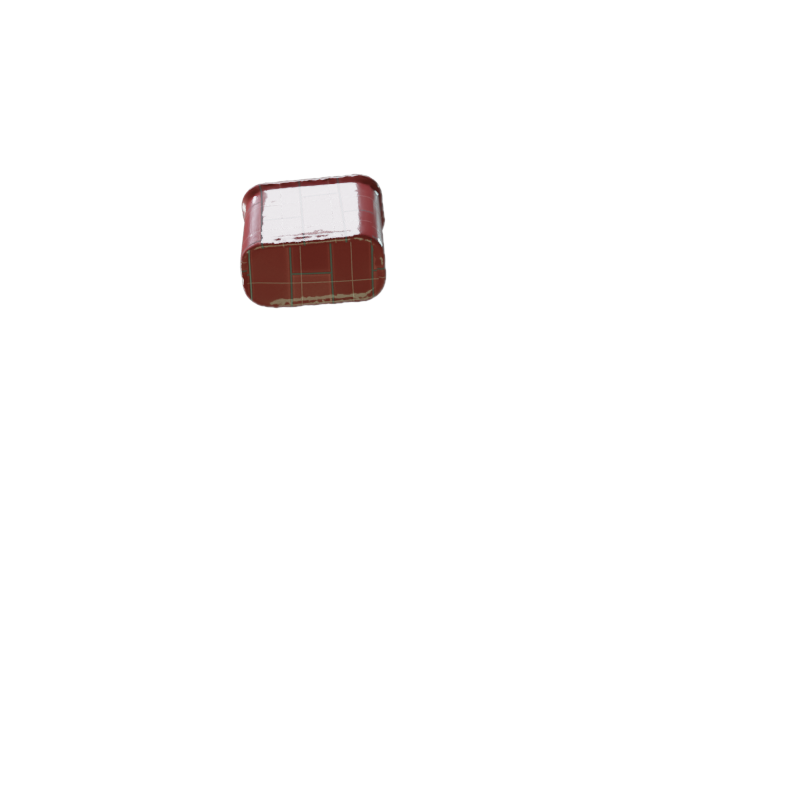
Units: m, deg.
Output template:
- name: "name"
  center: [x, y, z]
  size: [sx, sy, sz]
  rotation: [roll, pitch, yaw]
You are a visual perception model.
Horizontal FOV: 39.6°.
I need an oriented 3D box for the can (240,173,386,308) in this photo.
- name: "can"
  center: [-0.060, -0.109, 0.766]
  size: [0.102, 0.054, 0.089]
  rotation: [-5, 35, 2]
